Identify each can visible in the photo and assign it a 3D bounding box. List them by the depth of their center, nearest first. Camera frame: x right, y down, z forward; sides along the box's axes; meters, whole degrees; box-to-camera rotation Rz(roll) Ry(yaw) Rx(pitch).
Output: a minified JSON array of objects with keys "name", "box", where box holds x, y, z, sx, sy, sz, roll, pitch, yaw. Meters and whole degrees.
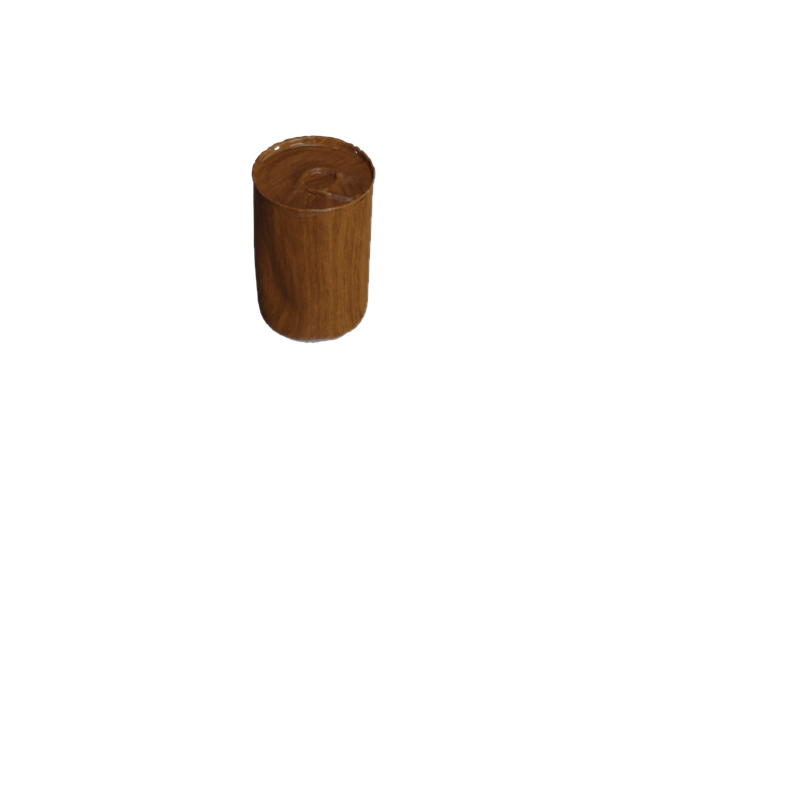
[{"name":"can","box":[-0.050,-0.091,0.637,0.068,0.095,0.074,0,44,-3]}]
